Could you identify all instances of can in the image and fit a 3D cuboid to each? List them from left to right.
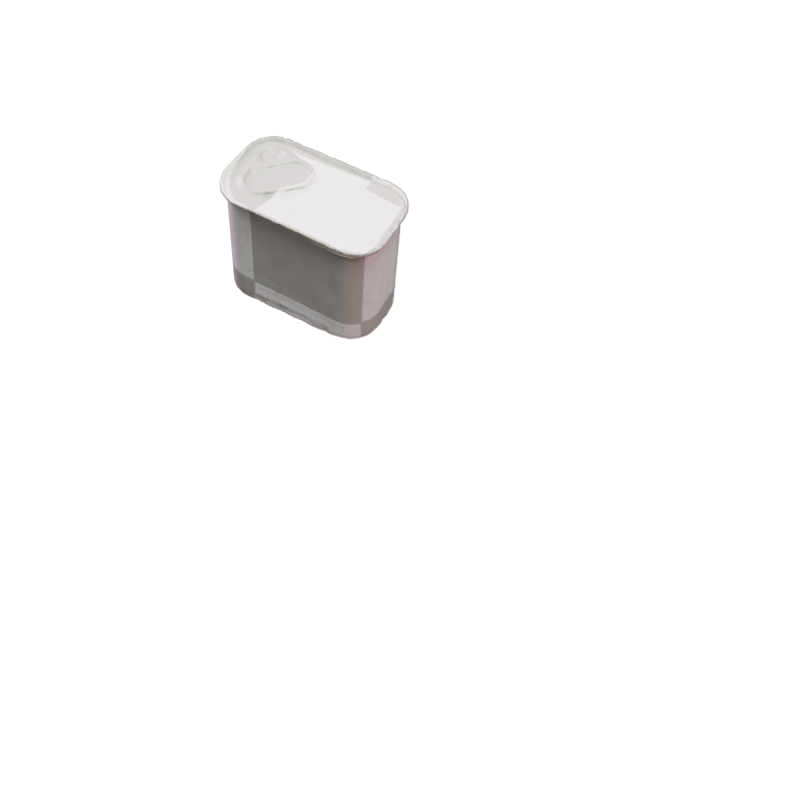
[{"bbox_3d":[-0.049,-0.090,0.630,0.106,0.059,0.078,26,-33,17],"label":"can"}]
